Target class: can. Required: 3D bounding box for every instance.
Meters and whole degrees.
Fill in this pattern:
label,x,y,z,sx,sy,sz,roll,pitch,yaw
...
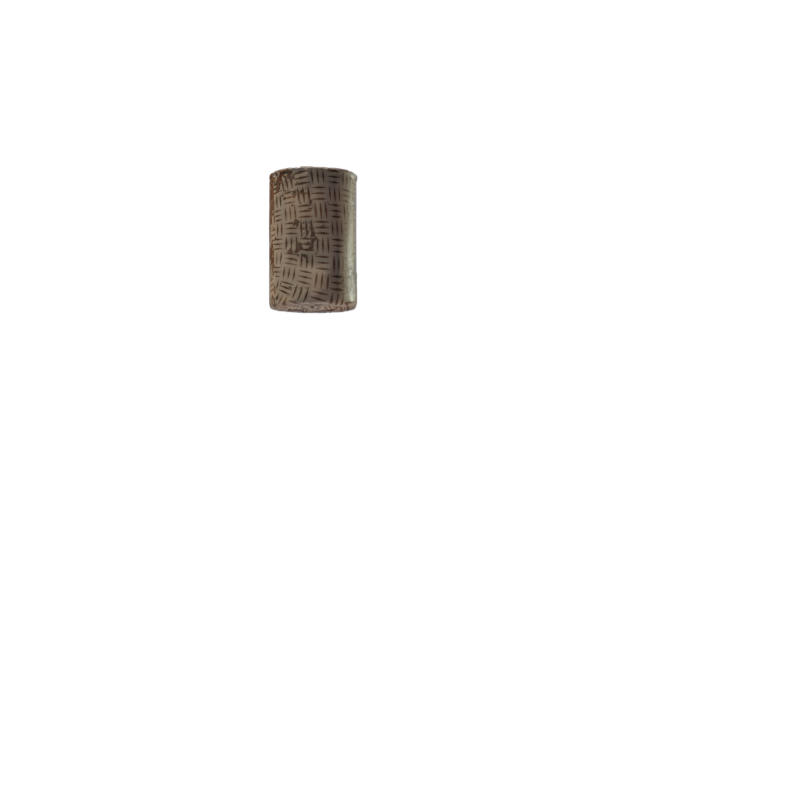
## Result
label,x,y,z,sx,sy,sz,roll,pitch,yaw
can,-0.066,-0.120,0.839,0.068,0.104,0.067,0,-7,-2
